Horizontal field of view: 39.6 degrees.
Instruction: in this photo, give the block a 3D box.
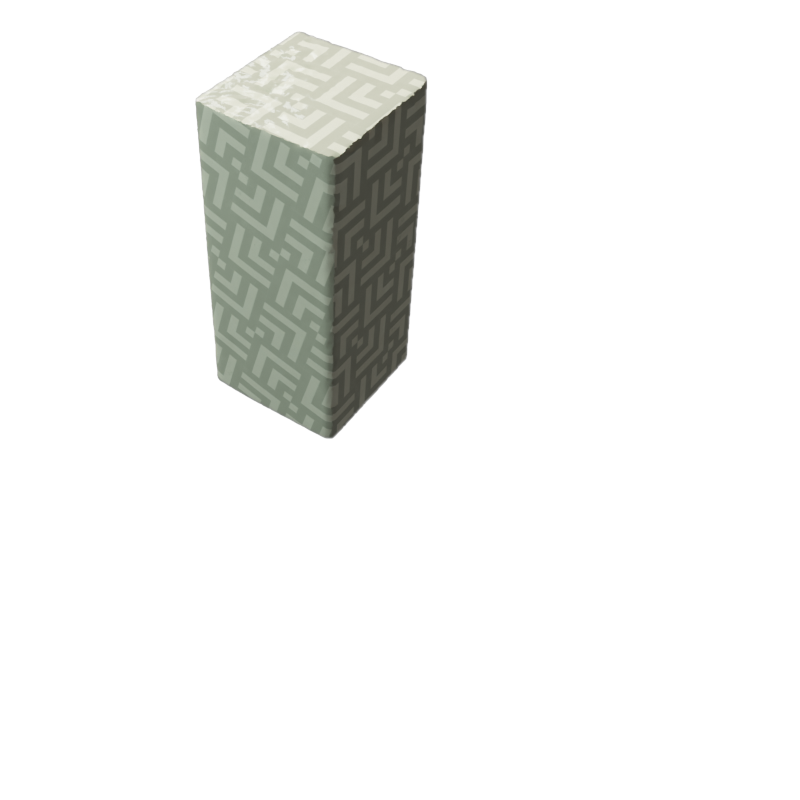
[{"bbox_3d":[-0.049,-0.090,0.634,0.095,0.192,0.092,27,48,23],"label":"block"}]
